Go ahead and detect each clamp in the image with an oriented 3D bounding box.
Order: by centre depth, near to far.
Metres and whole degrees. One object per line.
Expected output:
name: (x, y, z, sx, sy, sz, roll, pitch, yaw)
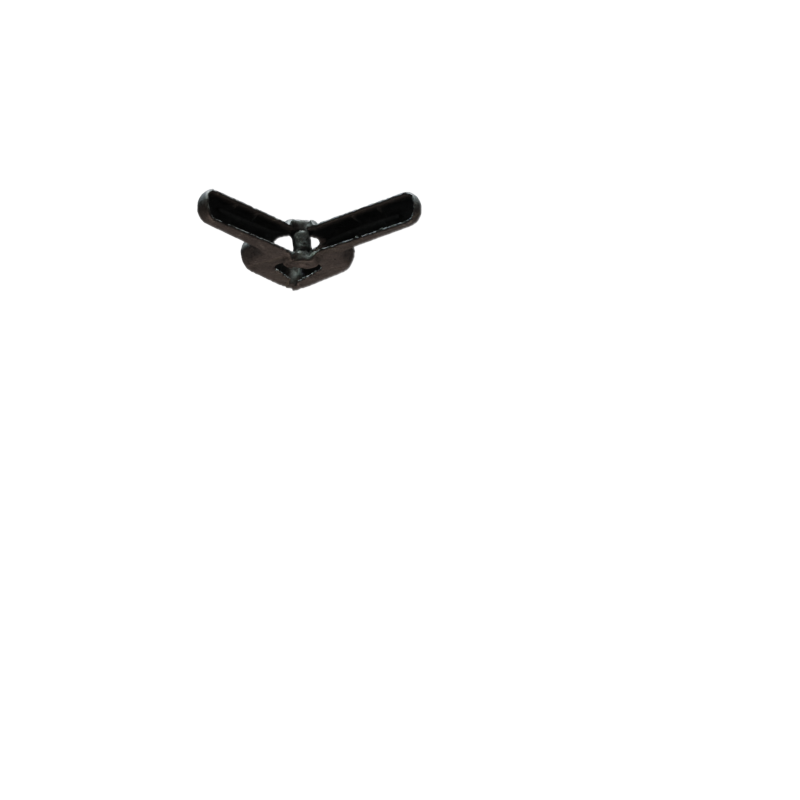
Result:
clamp: (-0.070, -0.128, 0.895, 0.164, 0.038, 0.203, 0, -9, -1)
